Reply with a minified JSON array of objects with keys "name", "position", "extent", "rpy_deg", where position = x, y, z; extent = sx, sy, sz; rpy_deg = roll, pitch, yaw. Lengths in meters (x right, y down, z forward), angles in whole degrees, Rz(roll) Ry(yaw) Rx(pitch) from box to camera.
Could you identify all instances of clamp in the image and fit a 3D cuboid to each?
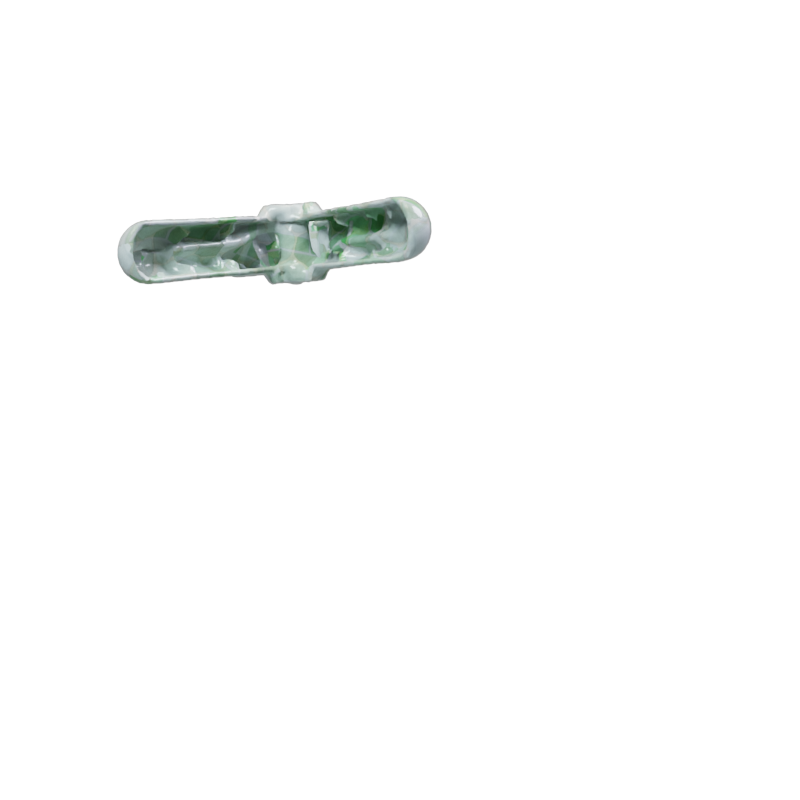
[{"name":"clamp","position":[-0.038,-0.070,0.490],"extent":[0.122,0.039,0.171],"rpy_deg":[2,10,11]}]
